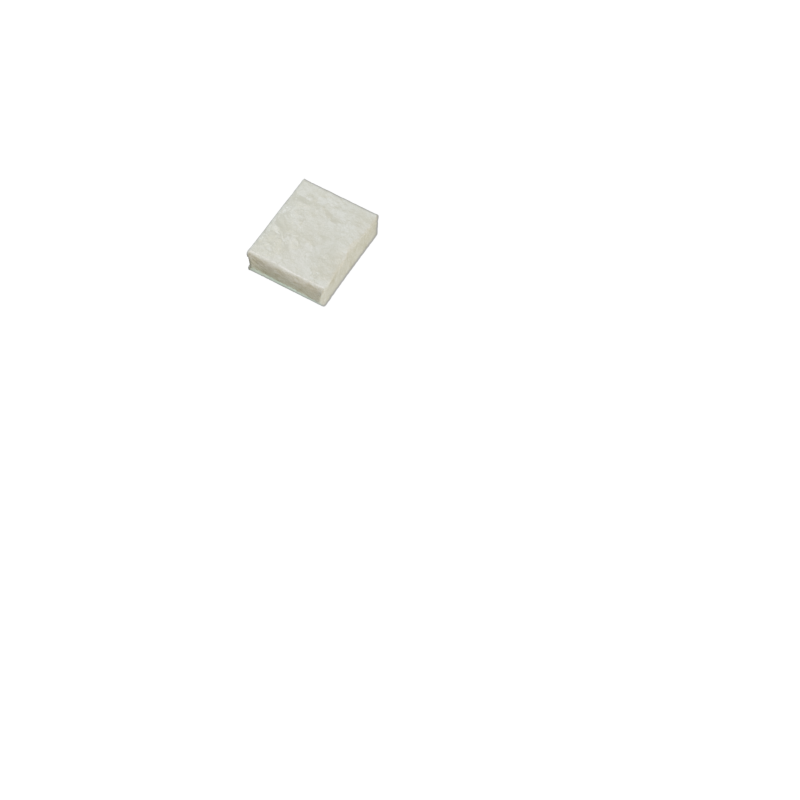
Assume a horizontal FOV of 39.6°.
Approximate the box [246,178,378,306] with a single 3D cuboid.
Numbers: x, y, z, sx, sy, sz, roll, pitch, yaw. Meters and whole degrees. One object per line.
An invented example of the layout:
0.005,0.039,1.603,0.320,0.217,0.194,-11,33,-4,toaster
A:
-0.070,-0.128,0.895,0.076,0.092,0.028,26,-29,15,box
